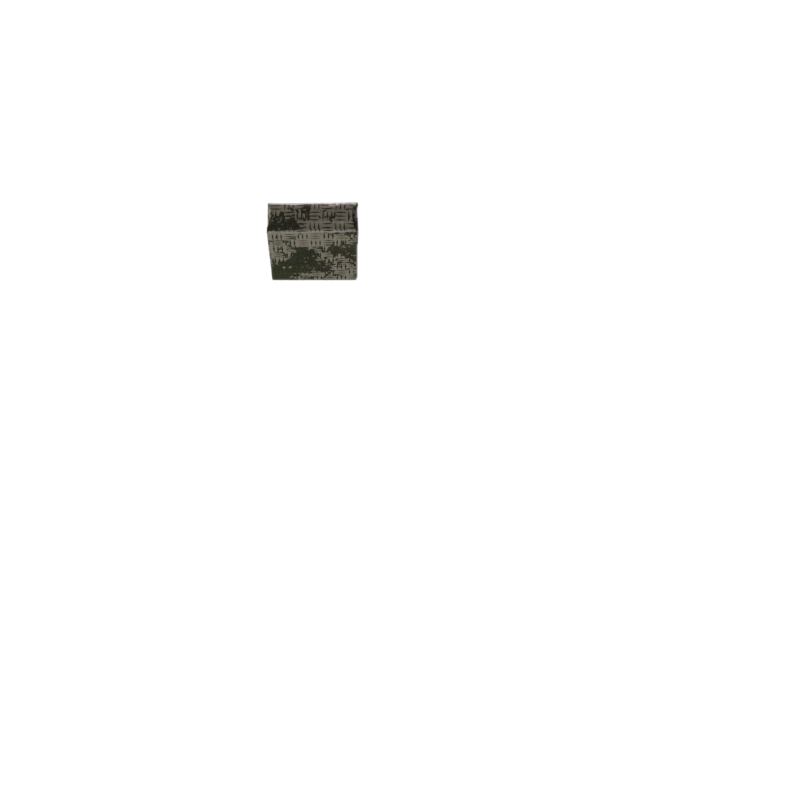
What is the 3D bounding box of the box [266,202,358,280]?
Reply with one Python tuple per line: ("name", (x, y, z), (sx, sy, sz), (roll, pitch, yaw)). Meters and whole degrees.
("box", (-0.071, -0.130, 0.911), (0.073, 0.032, 0.084), (0, -23, -1))
